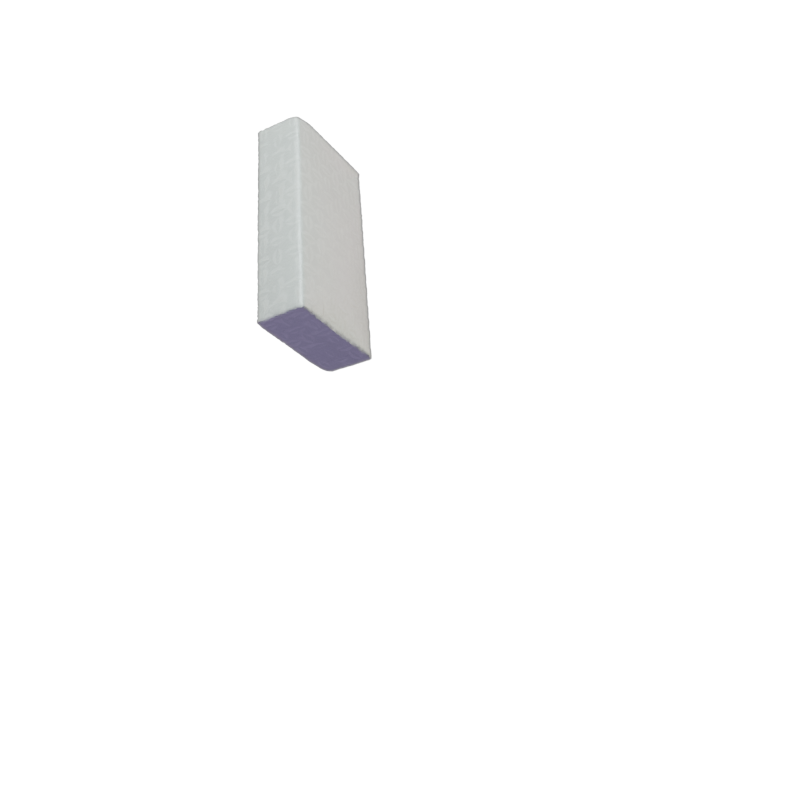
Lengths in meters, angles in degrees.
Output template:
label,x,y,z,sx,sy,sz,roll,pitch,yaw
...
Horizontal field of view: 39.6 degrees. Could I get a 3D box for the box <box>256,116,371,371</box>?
label,x,y,z,sx,sy,sz,roll,pitch,yaw
box,-0.065,-0.119,0.830,0.048,0.188,0.086,-20,-35,26
